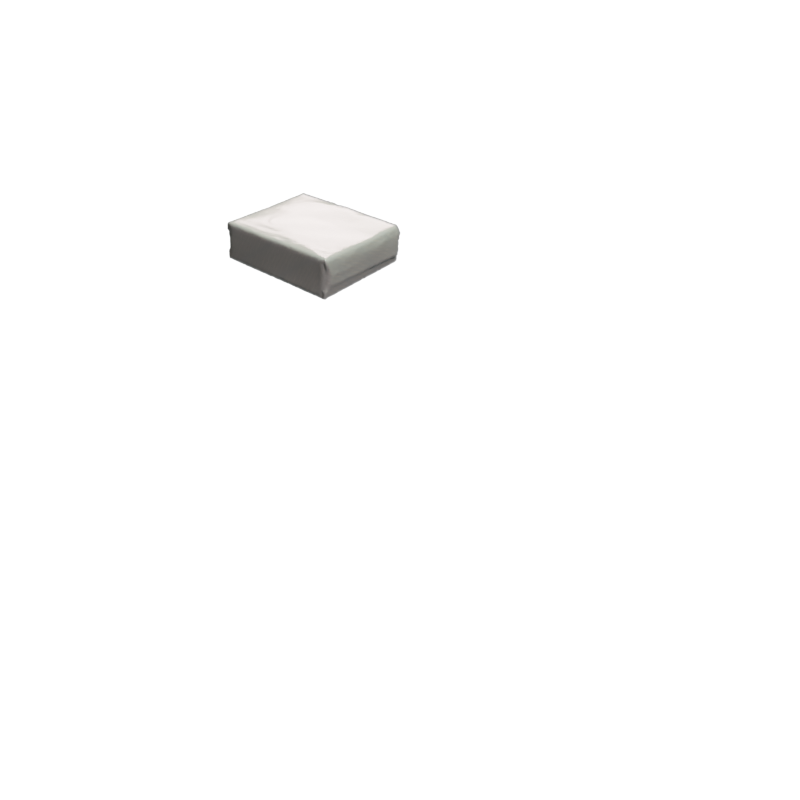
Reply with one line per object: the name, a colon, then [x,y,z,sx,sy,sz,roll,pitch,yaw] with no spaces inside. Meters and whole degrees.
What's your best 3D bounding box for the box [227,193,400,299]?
box: [-0.057,-0.104,0.729,0.095,0.028,0.073,24,38,35]
